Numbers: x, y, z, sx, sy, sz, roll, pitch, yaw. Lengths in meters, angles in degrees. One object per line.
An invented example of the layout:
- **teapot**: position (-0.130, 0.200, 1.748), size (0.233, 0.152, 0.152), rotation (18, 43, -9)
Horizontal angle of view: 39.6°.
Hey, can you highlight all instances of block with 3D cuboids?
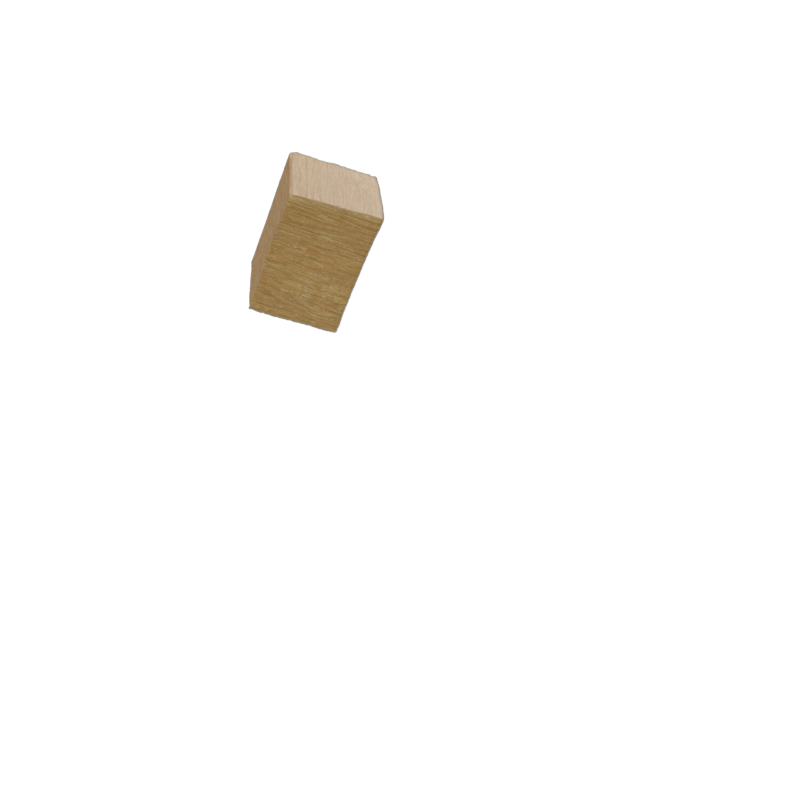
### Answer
- **block**: position (-0.047, -0.086, 0.604), size (0.052, 0.075, 0.055), rotation (16, 33, -14)
